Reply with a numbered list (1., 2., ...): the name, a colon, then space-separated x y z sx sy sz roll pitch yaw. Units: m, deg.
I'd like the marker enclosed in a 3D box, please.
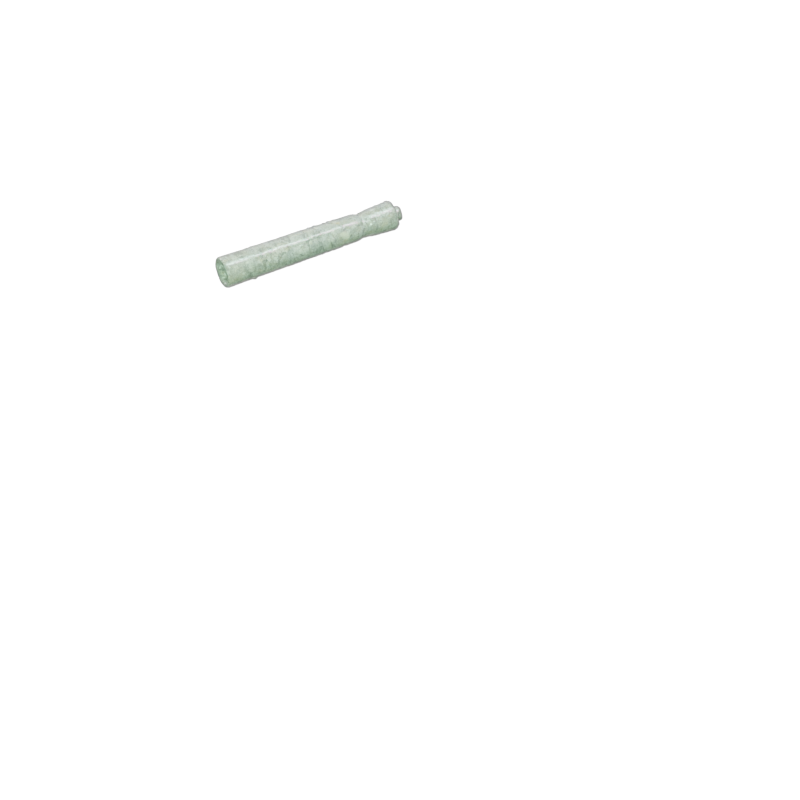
1. marker: -0.052 -0.095 0.663 0.120 0.019 0.020 -22 13 -22
